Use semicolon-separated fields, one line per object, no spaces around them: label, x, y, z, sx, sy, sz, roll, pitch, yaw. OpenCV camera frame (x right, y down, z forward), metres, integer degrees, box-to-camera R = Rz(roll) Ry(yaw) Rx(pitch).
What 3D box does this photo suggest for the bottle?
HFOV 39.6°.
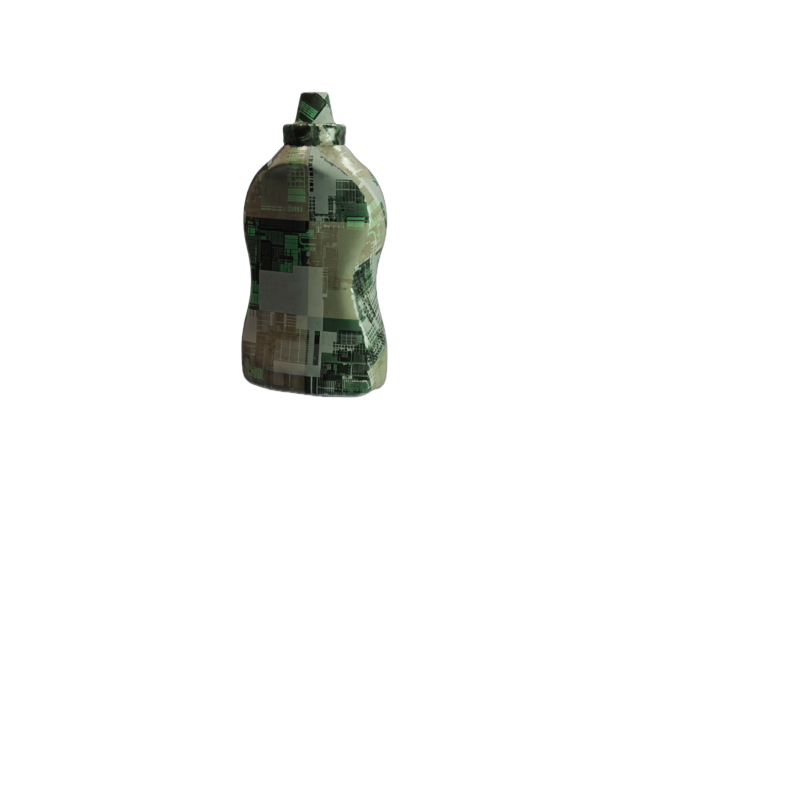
bottle;-0.056;-0.102;0.717;0.100;0.189;0.057;4;7;29
